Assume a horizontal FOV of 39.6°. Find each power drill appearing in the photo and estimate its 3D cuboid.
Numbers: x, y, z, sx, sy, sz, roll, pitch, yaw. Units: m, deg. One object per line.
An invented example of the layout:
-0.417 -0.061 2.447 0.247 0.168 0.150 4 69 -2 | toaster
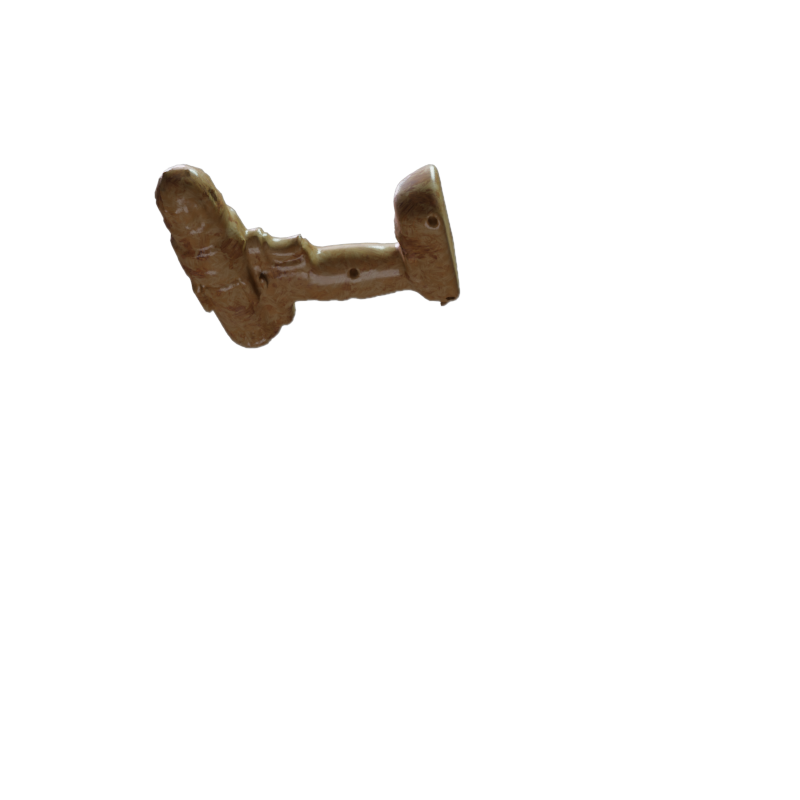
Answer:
-0.060 -0.109 0.764 0.190 0.061 0.171 -7 -32 11 | power drill
